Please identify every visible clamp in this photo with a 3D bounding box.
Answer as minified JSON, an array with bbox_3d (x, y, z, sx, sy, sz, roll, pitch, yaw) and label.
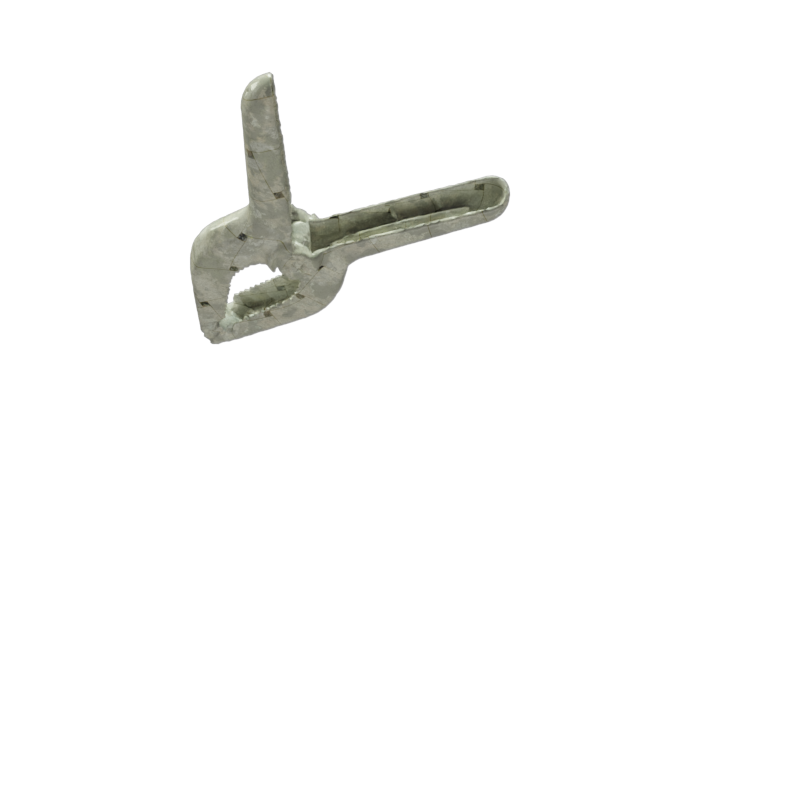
[{"bbox_3d":[-0.050,-0.092,0.643,0.158,0.039,0.204,17,-37,-23],"label":"clamp"}]
